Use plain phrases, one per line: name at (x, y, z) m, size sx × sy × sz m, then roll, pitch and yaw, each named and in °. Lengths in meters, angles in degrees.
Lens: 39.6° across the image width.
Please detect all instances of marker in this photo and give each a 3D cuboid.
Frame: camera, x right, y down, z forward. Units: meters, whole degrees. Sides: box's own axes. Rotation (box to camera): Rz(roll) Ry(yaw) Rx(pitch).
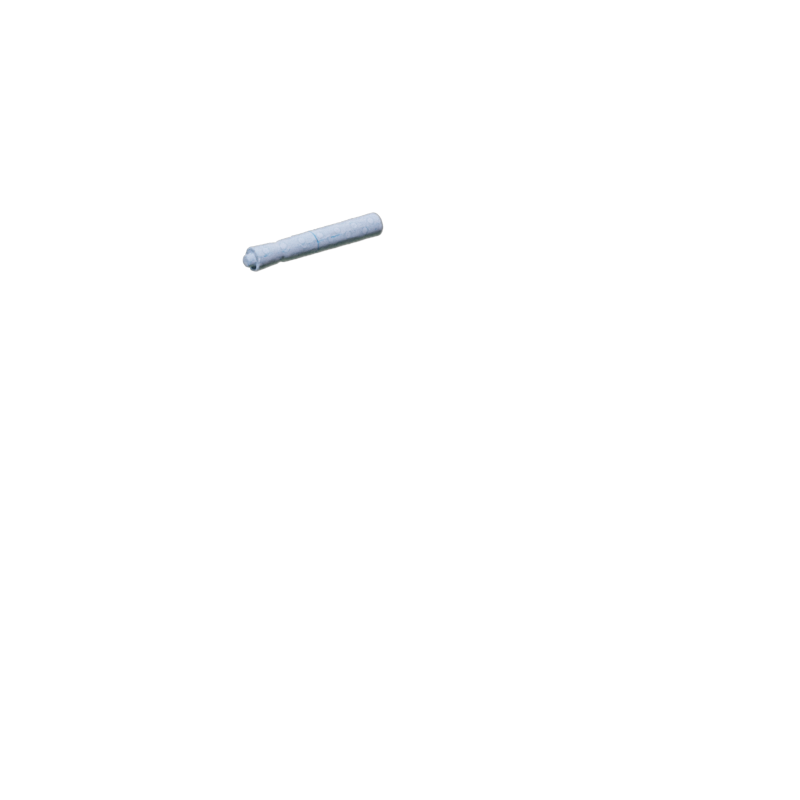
marker at (-0.065, -0.119, 0.831) m, size 0.119 × 0.019 × 0.021 m, roll -22°, pitch 16°, yaw -33°
